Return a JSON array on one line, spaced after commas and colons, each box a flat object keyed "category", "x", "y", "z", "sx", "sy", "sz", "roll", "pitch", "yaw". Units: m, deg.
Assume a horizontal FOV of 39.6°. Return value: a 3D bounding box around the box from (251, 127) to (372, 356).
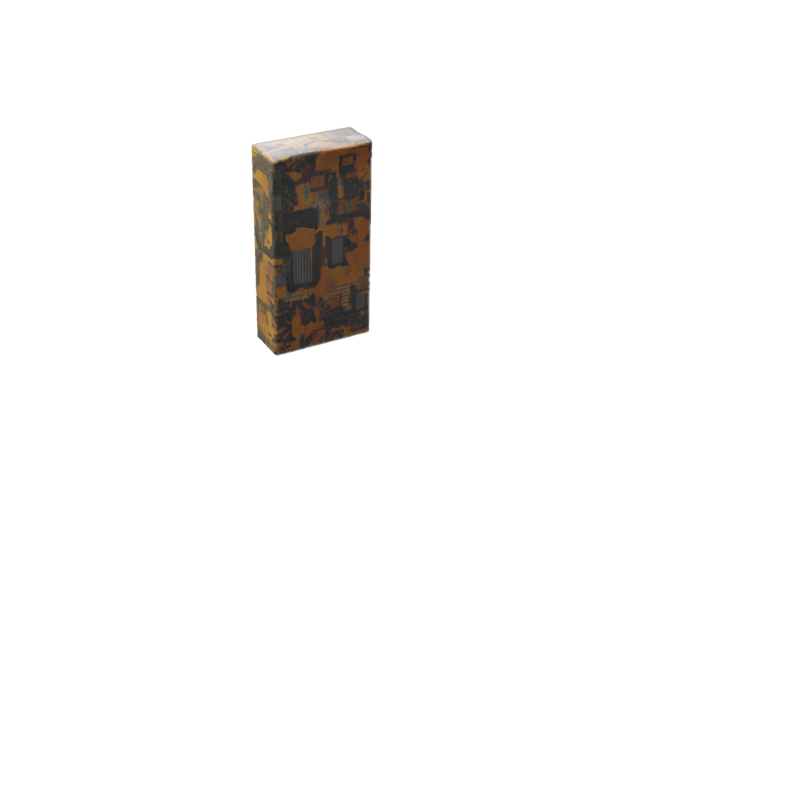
[{"category": "box", "x": -0.072, "y": -0.131, "z": 0.916, "sx": 0.092, "sy": 0.166, "sz": 0.052, "roll": -15, "pitch": 33, "yaw": -26}]
